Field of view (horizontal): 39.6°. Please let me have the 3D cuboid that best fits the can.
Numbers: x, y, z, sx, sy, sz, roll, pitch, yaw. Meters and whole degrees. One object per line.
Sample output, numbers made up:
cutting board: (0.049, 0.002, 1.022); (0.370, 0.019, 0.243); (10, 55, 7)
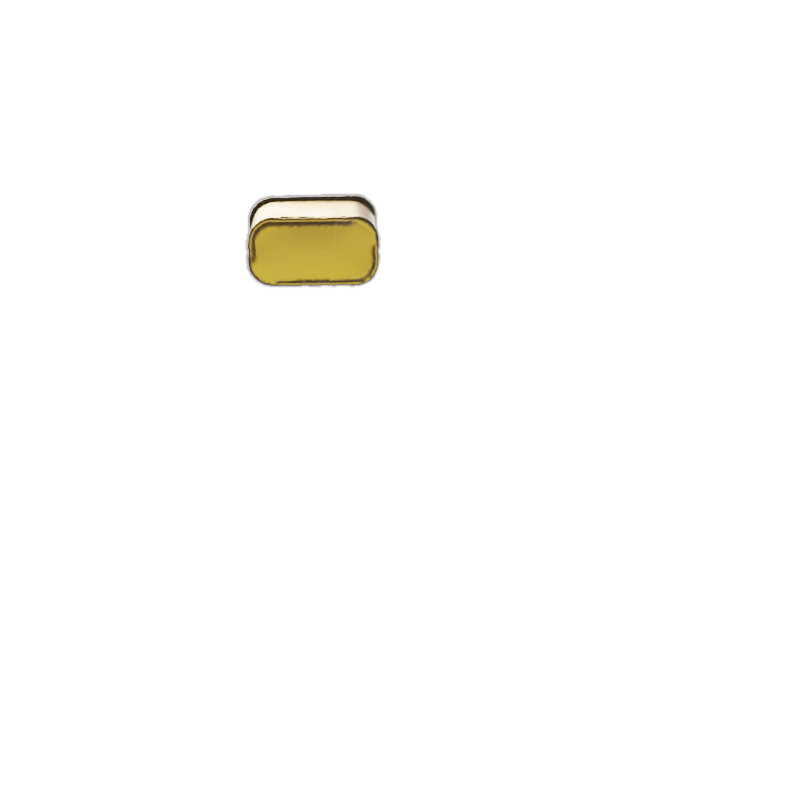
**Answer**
can: (-0.066, -0.121, 0.845); (0.102, 0.056, 0.087); (-1, 17, -1)
